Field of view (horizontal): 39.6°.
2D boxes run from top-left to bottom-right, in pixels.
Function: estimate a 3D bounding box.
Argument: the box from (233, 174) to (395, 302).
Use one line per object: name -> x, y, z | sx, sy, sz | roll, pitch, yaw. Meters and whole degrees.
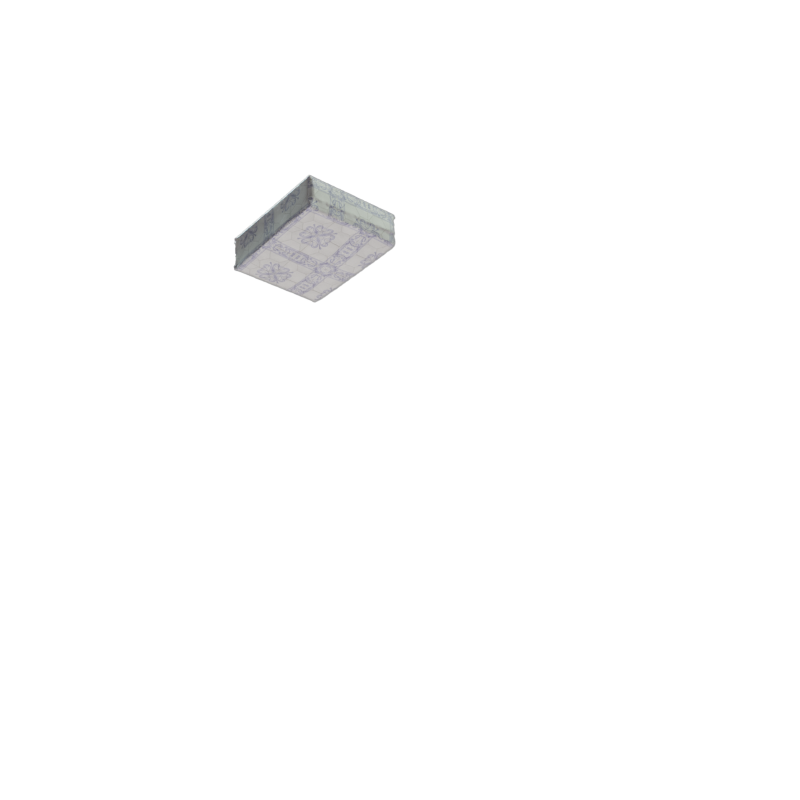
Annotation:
box -> -0.072, -0.132, 0.927 | 0.085, 0.042, 0.112 | 23, -40, -32
